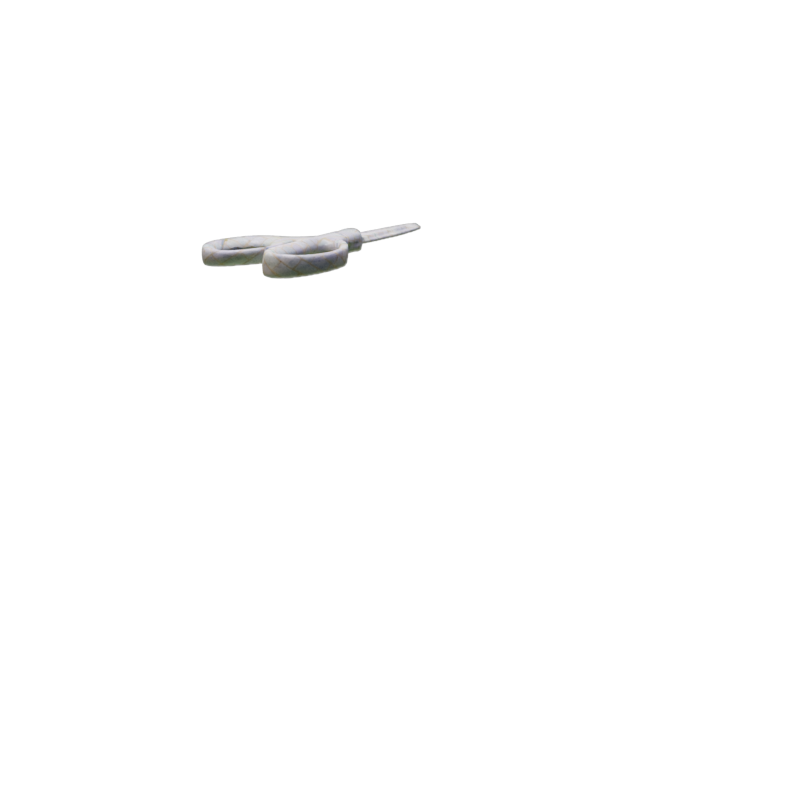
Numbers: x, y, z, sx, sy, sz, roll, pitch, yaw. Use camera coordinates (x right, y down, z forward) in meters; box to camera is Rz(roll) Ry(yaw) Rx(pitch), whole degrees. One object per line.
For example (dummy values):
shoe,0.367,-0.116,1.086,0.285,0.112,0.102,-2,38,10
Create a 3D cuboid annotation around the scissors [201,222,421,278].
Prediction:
scissors,-0.055,-0.100,0.702,0.098,0.015,0.203,4,16,14
